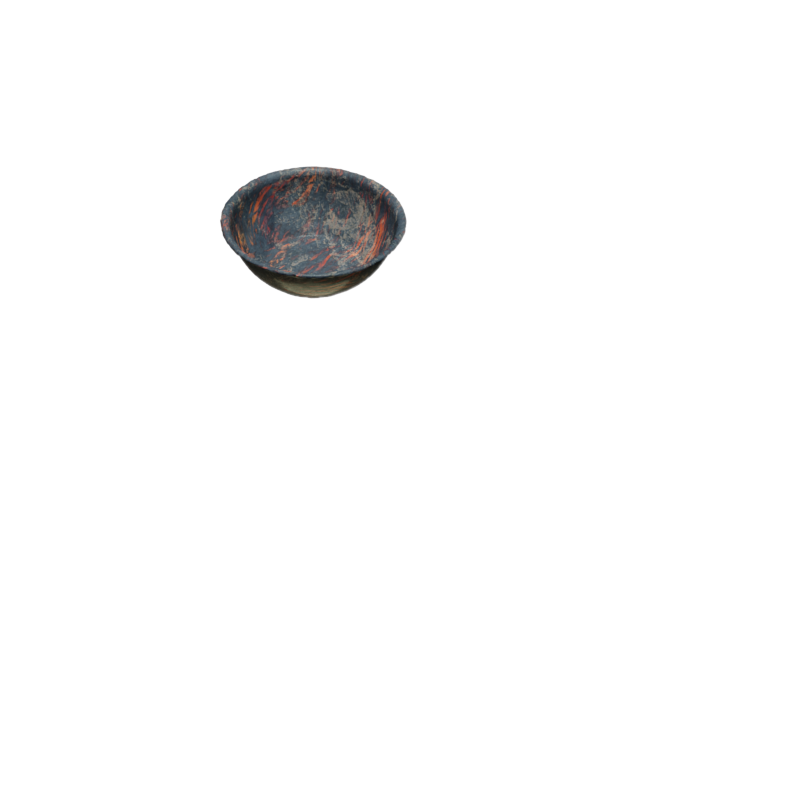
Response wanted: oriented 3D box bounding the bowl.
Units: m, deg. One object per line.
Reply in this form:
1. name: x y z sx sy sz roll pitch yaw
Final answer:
1. bowl: -0.076 -0.139 0.977 0.162 0.051 0.174 -1 42 -2
